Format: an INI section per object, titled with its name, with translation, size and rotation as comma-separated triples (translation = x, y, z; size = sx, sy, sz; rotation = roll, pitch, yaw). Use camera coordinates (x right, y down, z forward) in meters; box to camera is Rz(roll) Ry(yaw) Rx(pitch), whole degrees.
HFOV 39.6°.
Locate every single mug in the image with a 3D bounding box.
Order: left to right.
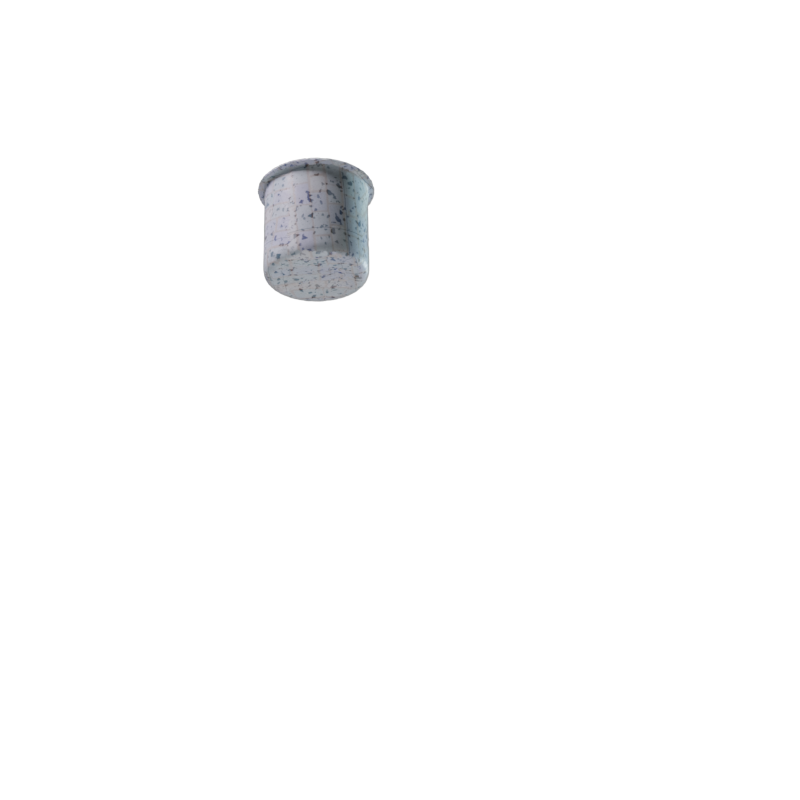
[mug]
translation = -0.069, -0.125, 0.876
size = 0.092, 0.087, 0.112
rotation = 6, -27, -13
